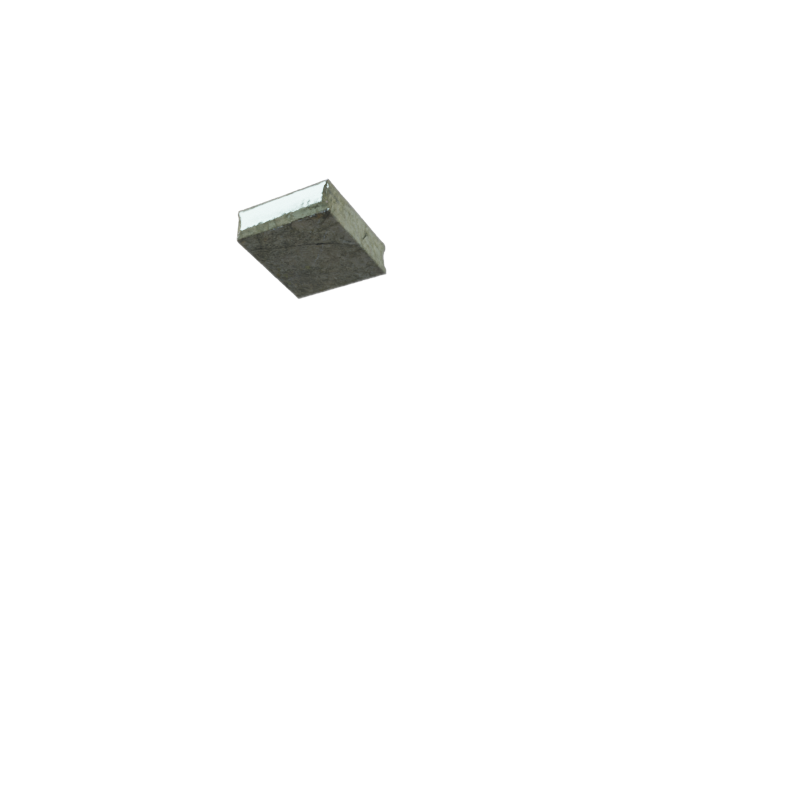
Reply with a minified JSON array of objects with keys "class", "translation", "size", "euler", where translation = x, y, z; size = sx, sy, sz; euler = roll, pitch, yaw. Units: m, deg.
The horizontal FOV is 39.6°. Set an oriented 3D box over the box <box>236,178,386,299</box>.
[{"class":"box","translation":[-0.061,-0.111,0.781],"size":[0.074,0.032,0.082],"euler":[-16,-34,24]}]
